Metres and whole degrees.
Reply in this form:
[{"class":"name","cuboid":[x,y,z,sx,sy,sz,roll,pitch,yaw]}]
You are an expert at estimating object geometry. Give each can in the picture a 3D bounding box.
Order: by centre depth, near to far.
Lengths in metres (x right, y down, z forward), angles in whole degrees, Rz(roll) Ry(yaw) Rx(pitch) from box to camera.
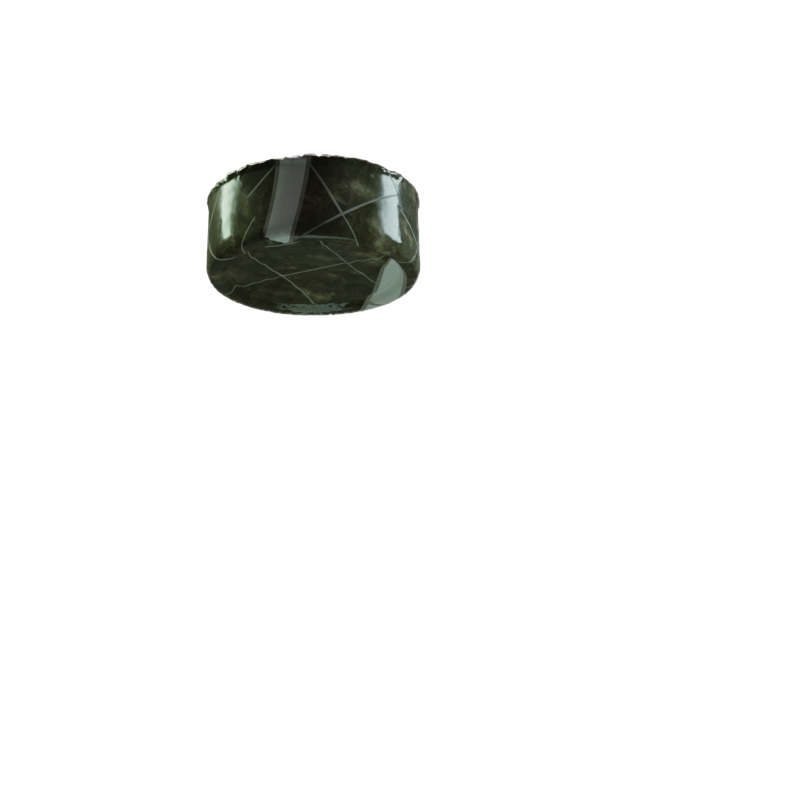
[{"class":"can","cuboid":[-0.035,-0.063,0.442,0.086,0.035,0.082,0,-18,-2]}]
